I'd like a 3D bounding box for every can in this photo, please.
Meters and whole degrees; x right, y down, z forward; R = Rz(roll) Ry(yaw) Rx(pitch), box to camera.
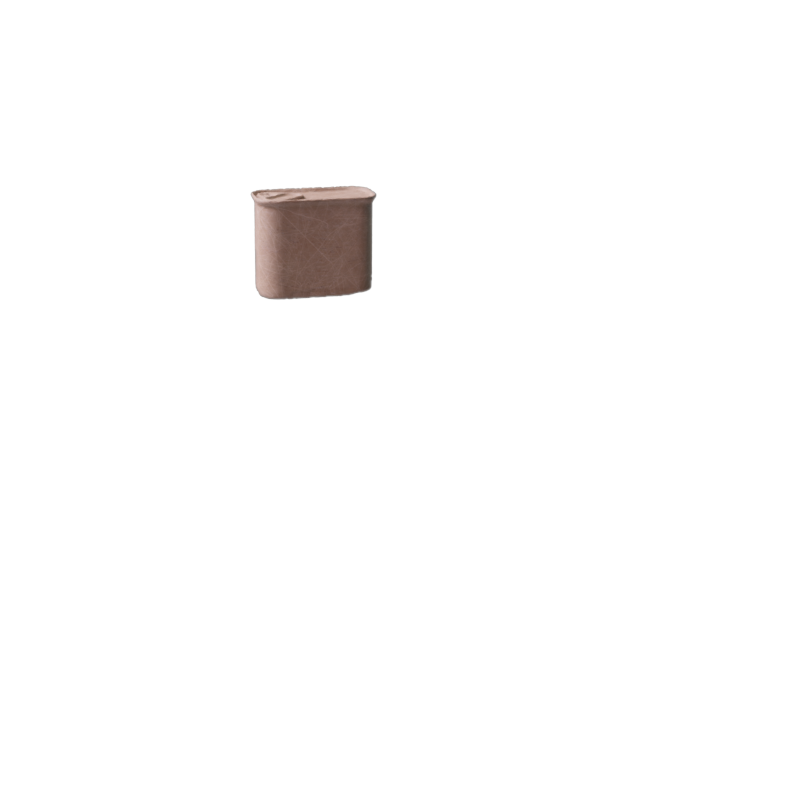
[{"bbox_3d":[-0.073,-0.132,0.927,0.100,0.081,0.060,-4,16,-13],"label":"can"}]
